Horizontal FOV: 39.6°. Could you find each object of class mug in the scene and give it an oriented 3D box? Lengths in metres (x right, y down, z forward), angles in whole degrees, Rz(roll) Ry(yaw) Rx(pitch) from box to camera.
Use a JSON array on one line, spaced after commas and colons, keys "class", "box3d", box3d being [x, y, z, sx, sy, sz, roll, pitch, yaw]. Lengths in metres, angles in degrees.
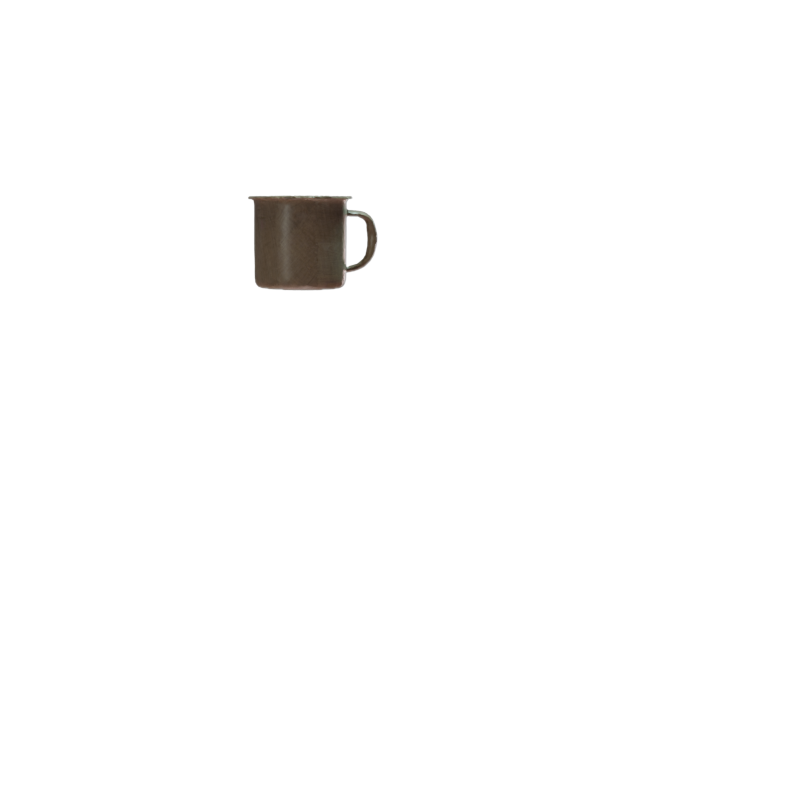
[{"class": "mug", "box3d": [-0.077, -0.141, 0.988, 0.115, 0.081, 0.096, -2, 7, -18]}]
